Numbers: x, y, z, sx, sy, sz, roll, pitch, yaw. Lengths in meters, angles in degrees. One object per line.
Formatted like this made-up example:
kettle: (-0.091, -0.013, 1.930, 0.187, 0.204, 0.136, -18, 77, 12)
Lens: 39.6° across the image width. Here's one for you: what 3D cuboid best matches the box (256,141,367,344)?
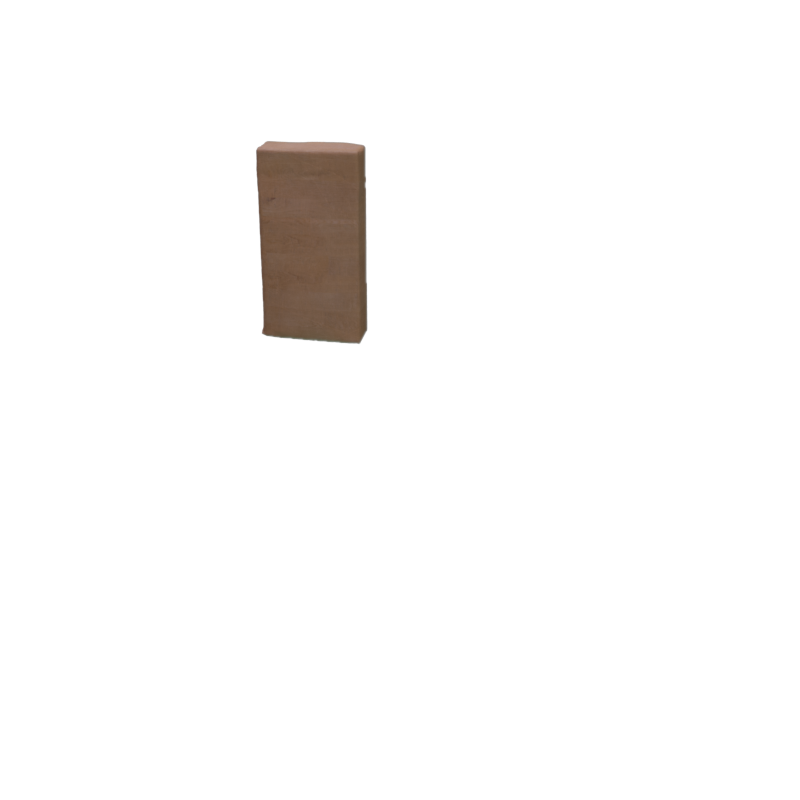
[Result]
box: (-0.077, -0.141, 0.989, 0.095, 0.170, 0.049, 4, 16, 12)
